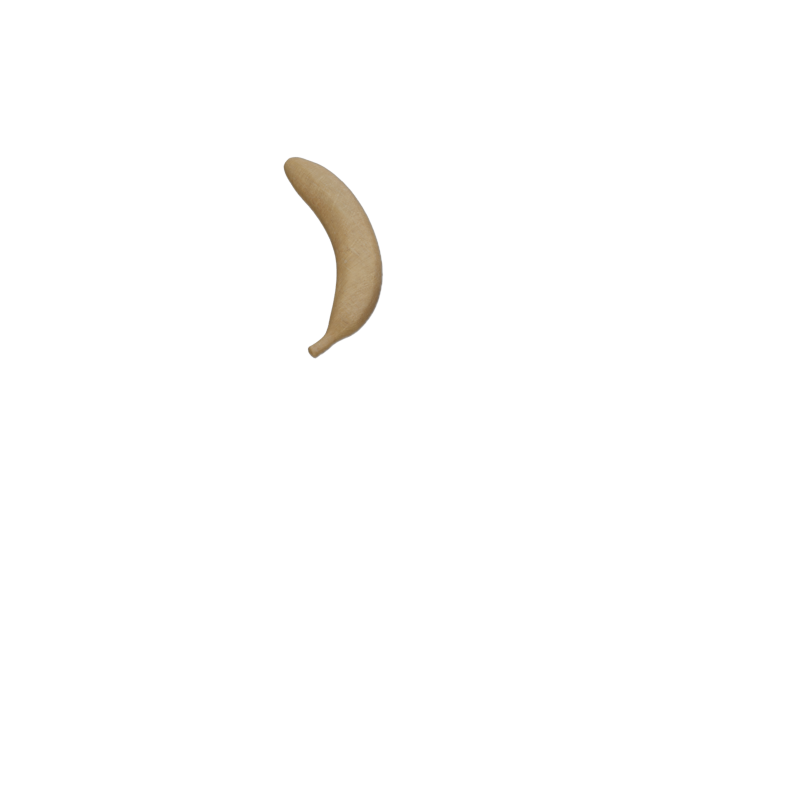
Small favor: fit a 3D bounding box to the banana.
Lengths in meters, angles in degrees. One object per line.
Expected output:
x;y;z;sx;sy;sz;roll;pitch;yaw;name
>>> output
-0.053;-0.129;0.916;0.069;0.212;0.034;-7;-33;-5;banana
